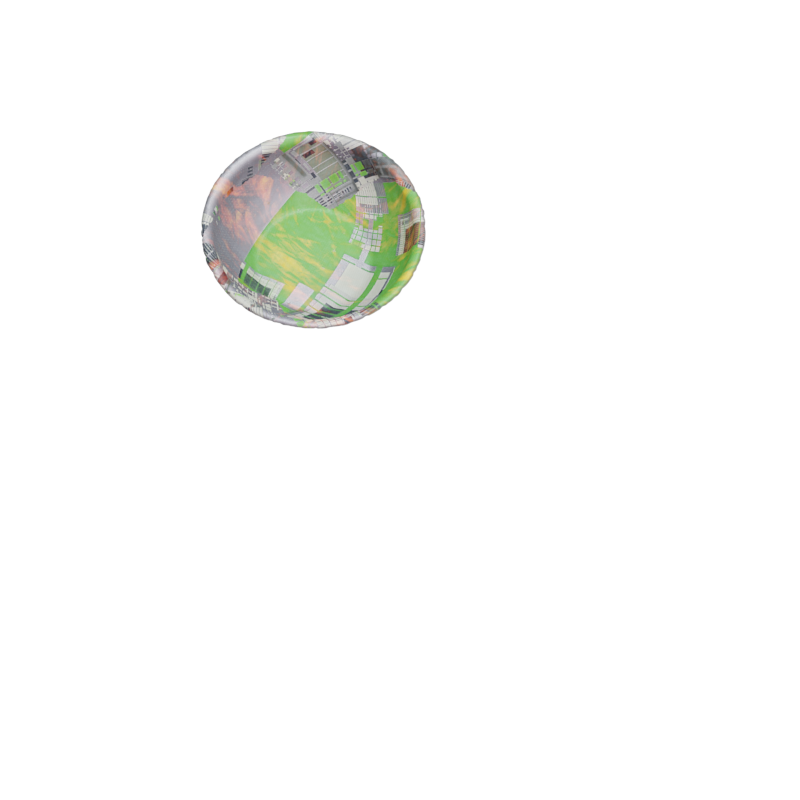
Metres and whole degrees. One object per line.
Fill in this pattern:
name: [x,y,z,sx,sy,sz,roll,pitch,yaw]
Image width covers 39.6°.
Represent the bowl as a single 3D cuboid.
bowl: [-0.064,-0.117,0.820,0.162,0.172,0.052,-1,-26,-1]
